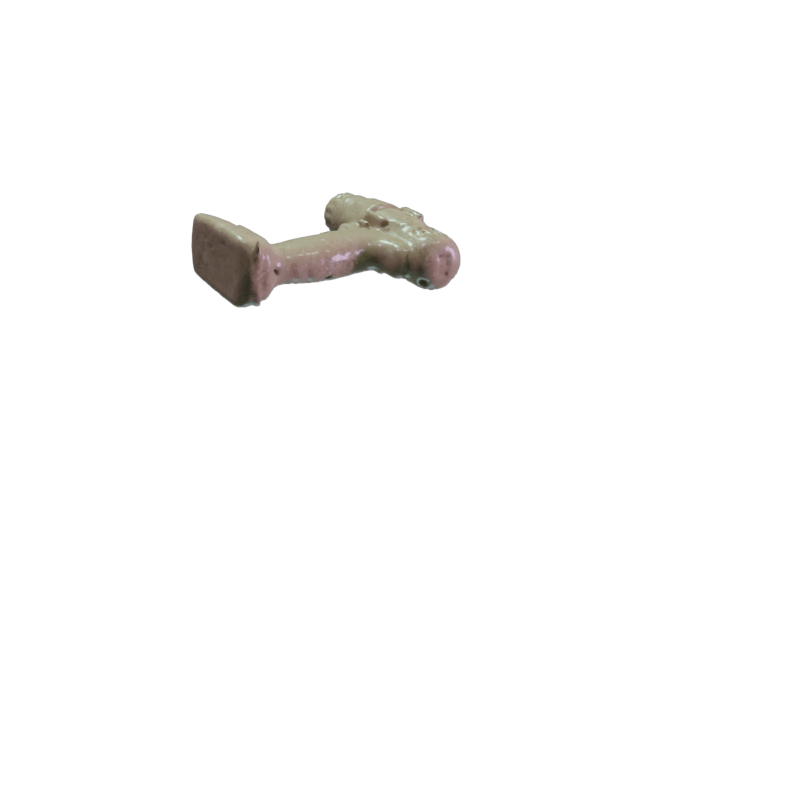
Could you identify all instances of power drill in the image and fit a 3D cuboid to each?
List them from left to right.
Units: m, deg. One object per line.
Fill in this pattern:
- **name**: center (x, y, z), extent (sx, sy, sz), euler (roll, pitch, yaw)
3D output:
- **power drill**: center (-0.071, -0.129, 0.905), extent (0.184, 0.055, 0.197), euler (-11, 25, -26)
